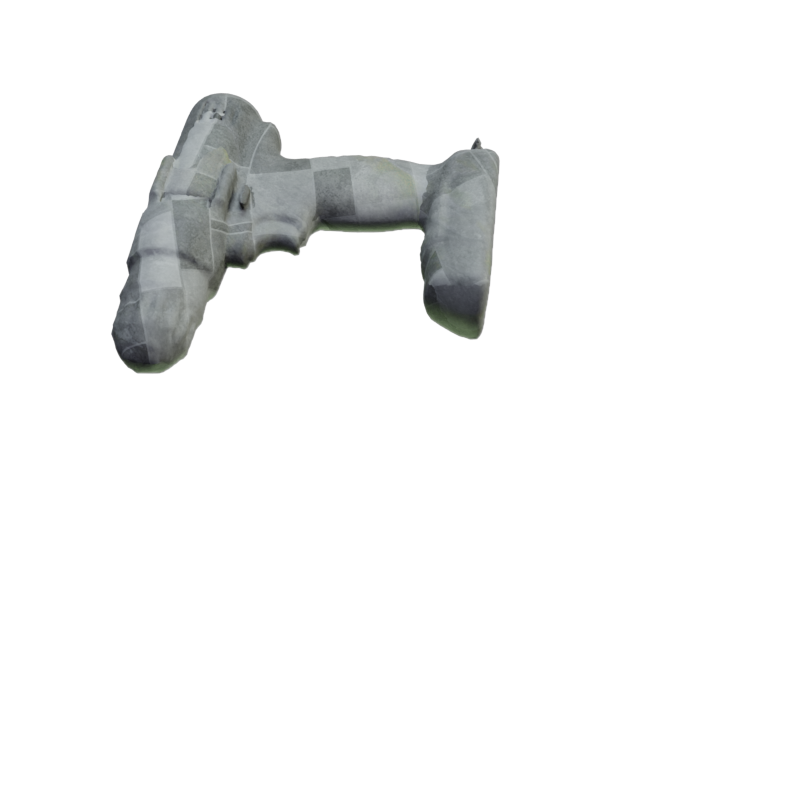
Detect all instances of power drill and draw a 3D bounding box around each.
[{"bbox_3d":[-0.046,-0.084,0.585,0.189,0.196,0.054,8,-35,5],"label":"power drill"}]
